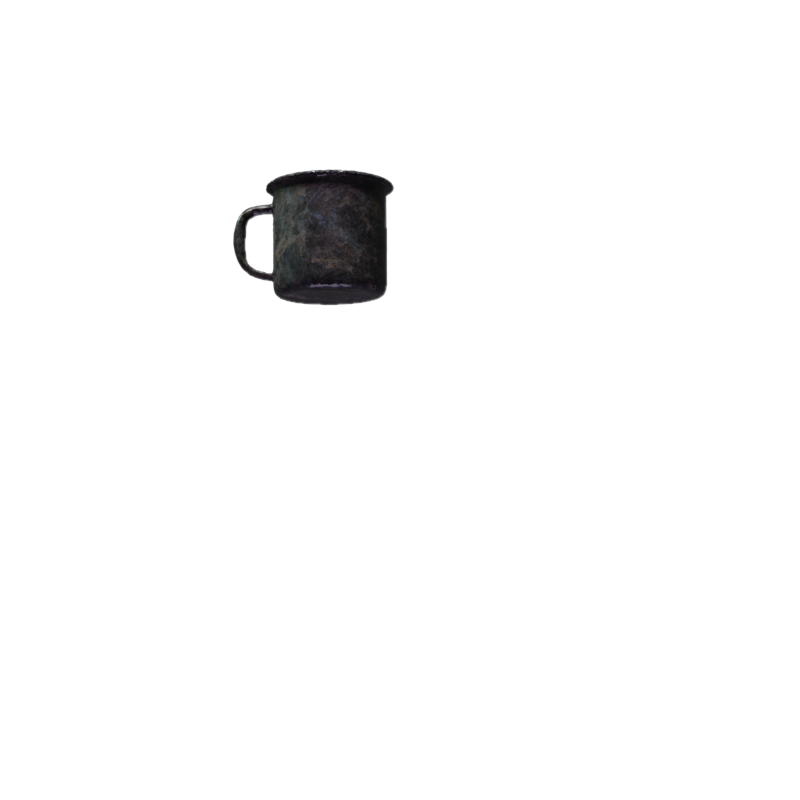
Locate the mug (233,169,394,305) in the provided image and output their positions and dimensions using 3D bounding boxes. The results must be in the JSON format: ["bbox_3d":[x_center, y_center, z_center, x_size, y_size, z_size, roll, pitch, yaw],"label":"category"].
[{"bbox_3d":[-0.063,-0.114,0.799,0.118,0.084,0.091,-1,-8,3],"label":"mug"}]
